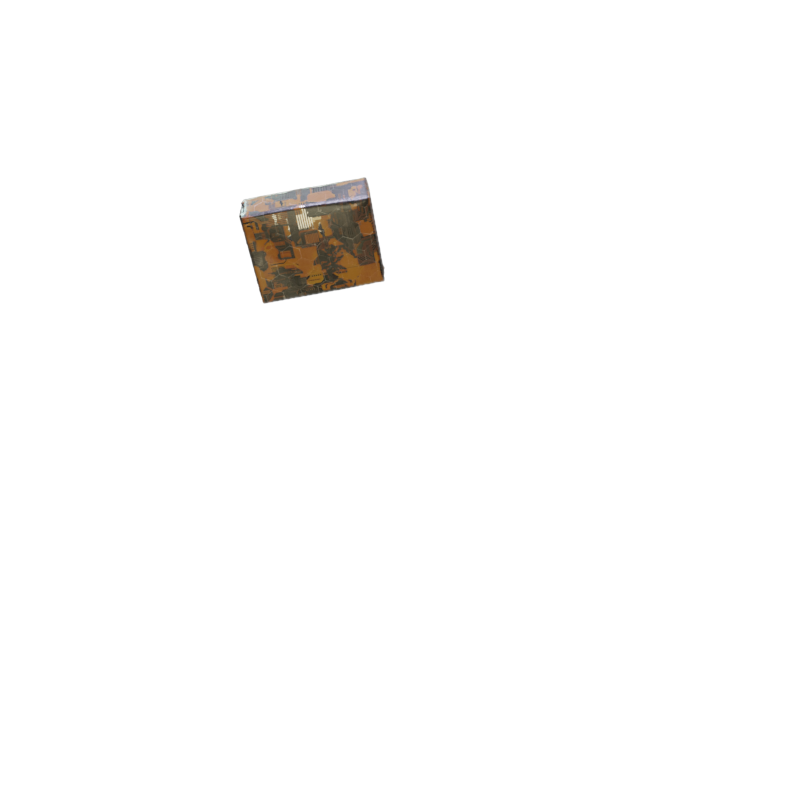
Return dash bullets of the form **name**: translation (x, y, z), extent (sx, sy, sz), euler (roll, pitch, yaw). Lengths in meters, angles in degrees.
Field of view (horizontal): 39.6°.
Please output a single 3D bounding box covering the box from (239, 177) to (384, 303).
- **box**: translation (-0.076, -0.138, 0.966), extent (0.114, 0.084, 0.041), euler (-8, 33, 5)
